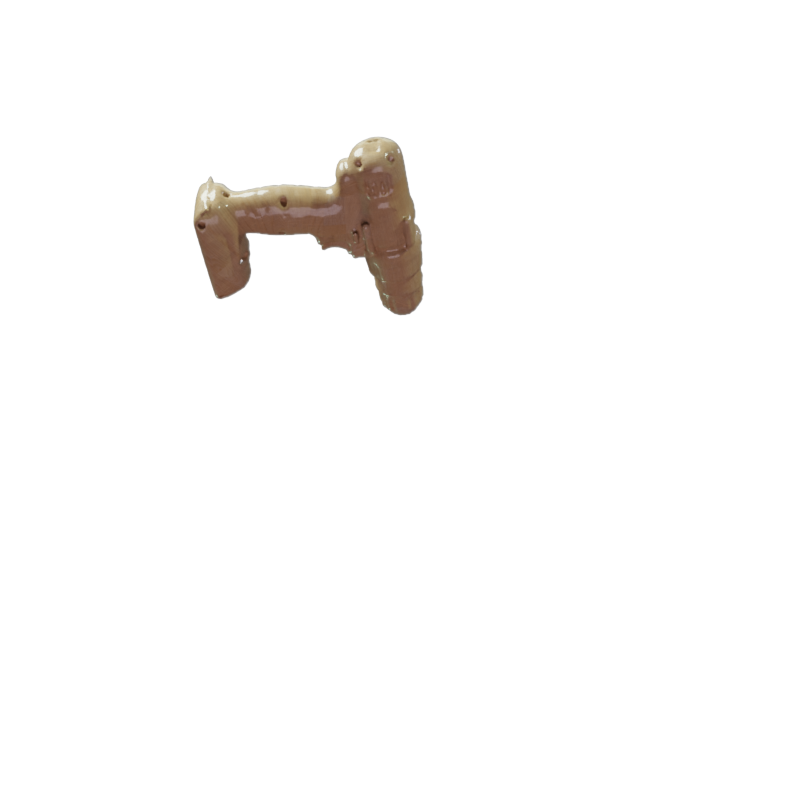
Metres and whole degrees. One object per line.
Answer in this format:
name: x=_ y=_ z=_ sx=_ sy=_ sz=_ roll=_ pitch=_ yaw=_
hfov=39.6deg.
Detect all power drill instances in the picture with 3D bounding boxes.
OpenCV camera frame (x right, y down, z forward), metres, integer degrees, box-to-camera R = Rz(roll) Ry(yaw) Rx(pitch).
power drill: x=-0.076 y=-0.138 z=0.967 sx=0.189 sy=0.171 sz=0.061 roll=-7 pitch=40 yaw=6
